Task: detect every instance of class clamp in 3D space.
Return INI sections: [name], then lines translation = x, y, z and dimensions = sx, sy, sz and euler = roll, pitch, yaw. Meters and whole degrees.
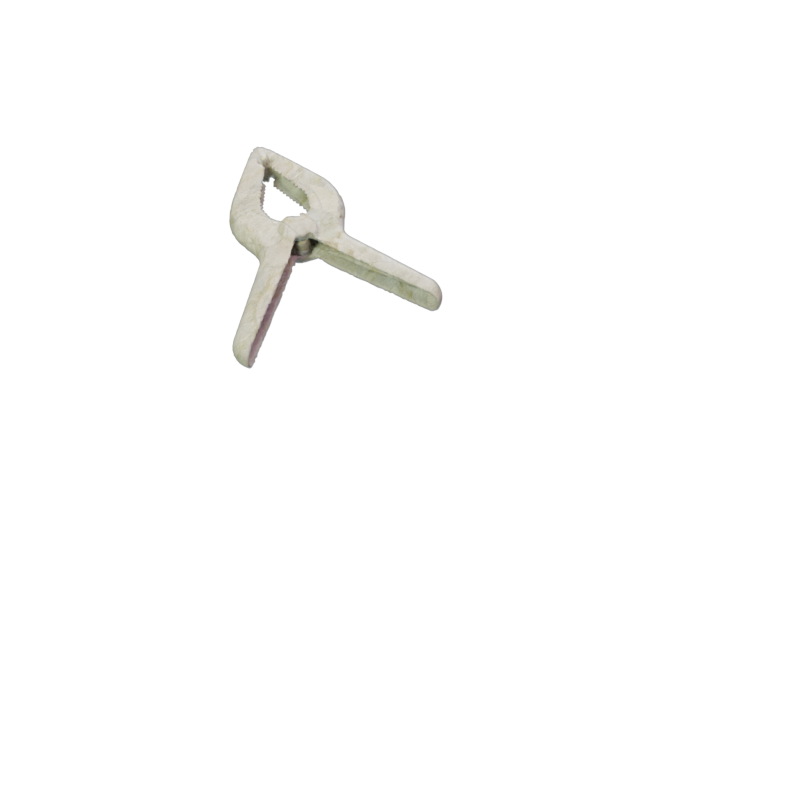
[clamp]
translation = -0.069, -0.126, 0.884
dimensions = 0.163, 0.227, 0.034
euler = -12, -38, -9
